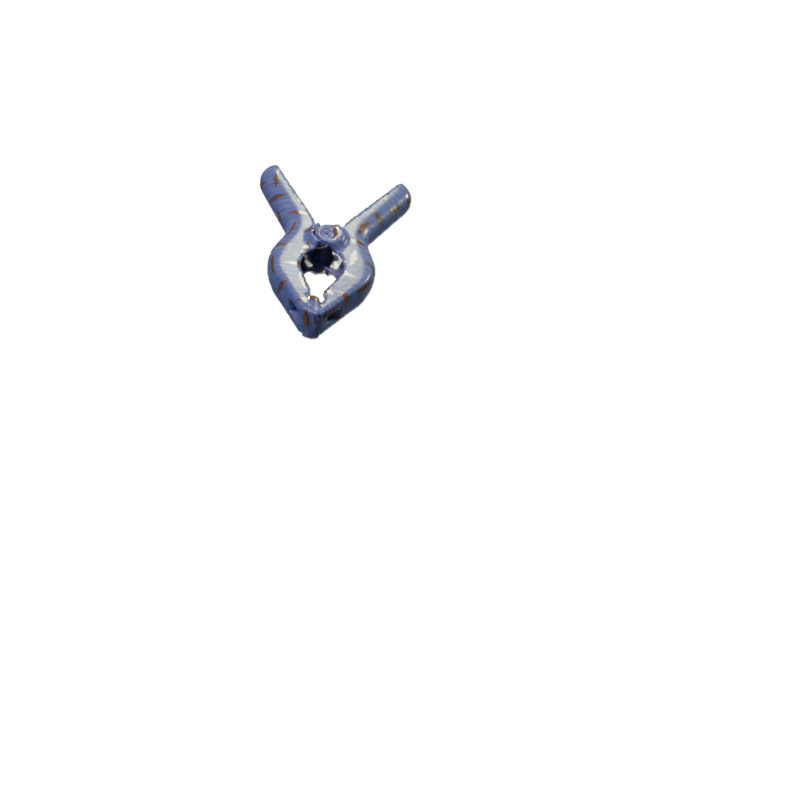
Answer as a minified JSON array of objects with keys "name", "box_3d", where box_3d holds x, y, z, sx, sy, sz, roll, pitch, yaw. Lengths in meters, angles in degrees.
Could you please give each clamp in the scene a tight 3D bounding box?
[{"name":"clamp","box_3d":[-0.065,-0.119,0.836,0.122,0.037,0.181,9,44,10]}]
